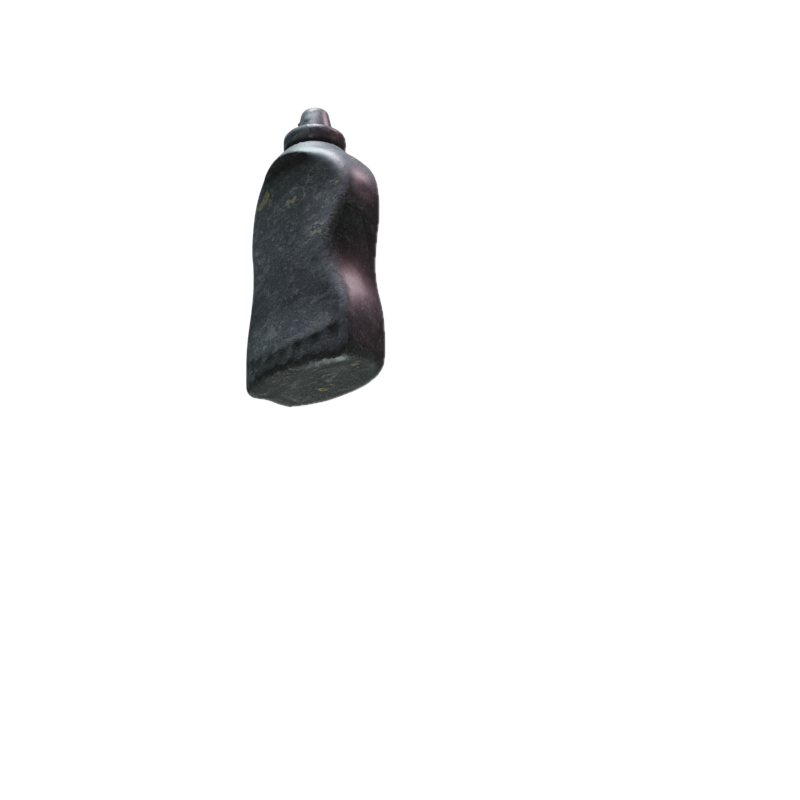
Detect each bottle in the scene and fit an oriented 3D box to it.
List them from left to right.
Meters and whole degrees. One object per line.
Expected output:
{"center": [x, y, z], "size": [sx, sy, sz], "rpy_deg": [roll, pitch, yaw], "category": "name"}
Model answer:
{"center": [-0.054, -0.099, 0.693], "size": [0.055, 0.203, 0.096], "rpy_deg": [19, -32, -37], "category": "bottle"}
